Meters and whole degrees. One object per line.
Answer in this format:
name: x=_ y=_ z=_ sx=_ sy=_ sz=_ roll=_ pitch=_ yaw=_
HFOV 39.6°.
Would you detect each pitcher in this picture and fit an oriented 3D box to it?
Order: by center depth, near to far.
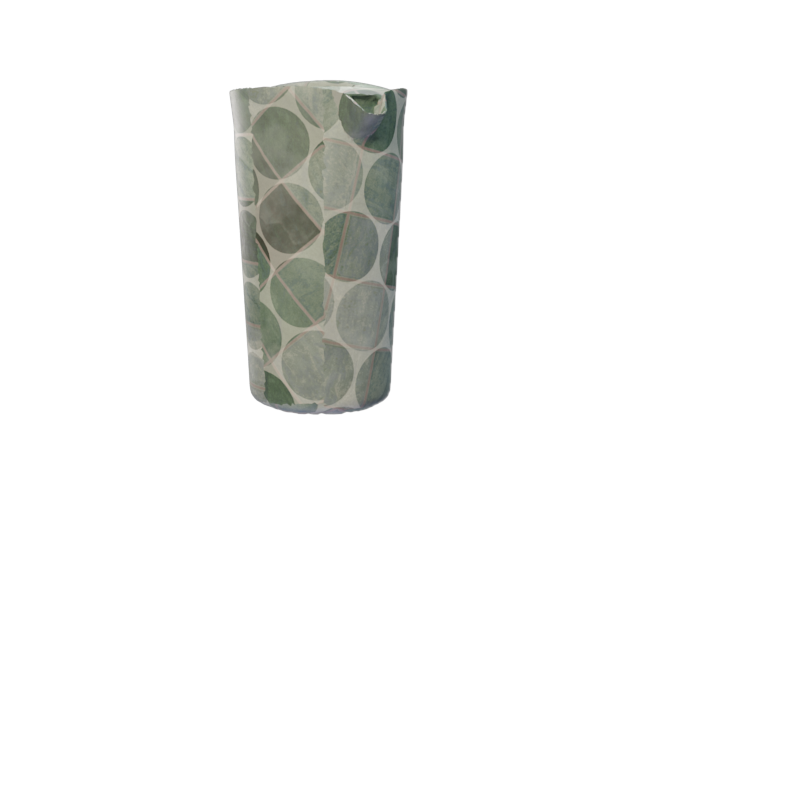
pitcher: x=-0.066 y=-0.121 z=0.847 sx=0.148 sy=0.240 sz=0.149 roll=2 pitch=8 yaw=13
